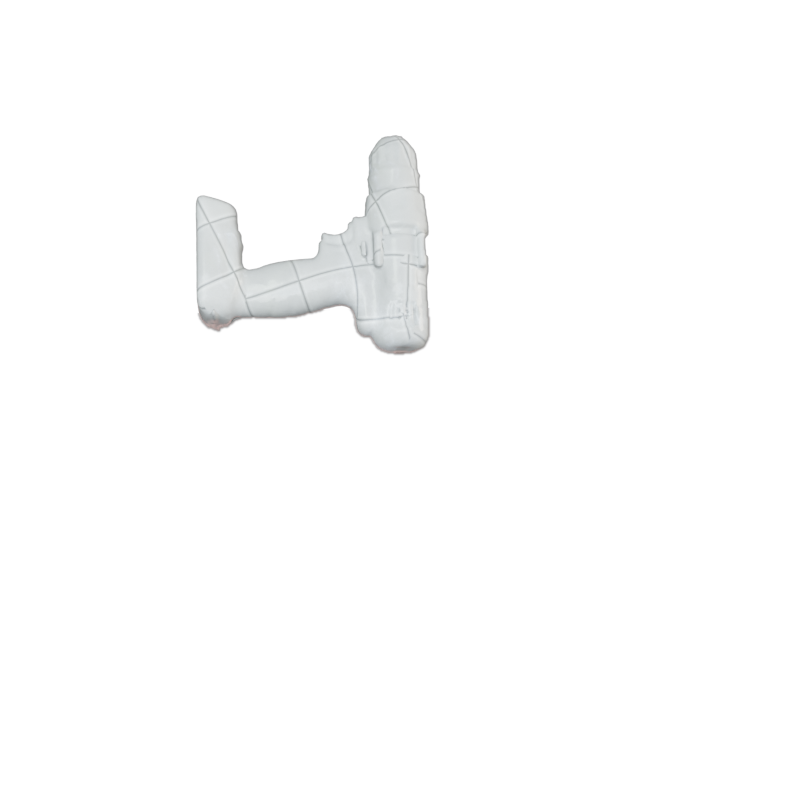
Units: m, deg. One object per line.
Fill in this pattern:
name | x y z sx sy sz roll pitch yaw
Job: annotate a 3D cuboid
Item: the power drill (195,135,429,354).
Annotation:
power drill | -0.070 -0.127 0.893 0.187 0.194 0.055 -2 -21 -1
